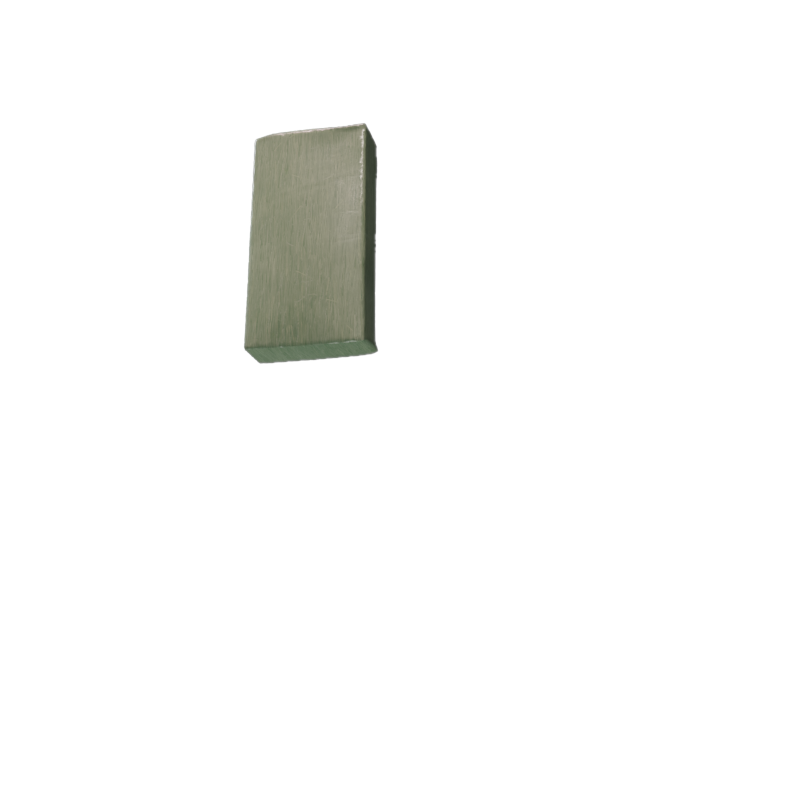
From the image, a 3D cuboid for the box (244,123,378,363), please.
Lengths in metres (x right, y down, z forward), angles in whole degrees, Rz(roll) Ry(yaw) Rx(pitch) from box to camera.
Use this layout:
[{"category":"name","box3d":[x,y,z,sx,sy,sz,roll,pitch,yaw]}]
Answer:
[{"category":"box","box3d":[-0.066,-0.120,0.836,0.095,0.185,0.045,-6,-20,13]}]
